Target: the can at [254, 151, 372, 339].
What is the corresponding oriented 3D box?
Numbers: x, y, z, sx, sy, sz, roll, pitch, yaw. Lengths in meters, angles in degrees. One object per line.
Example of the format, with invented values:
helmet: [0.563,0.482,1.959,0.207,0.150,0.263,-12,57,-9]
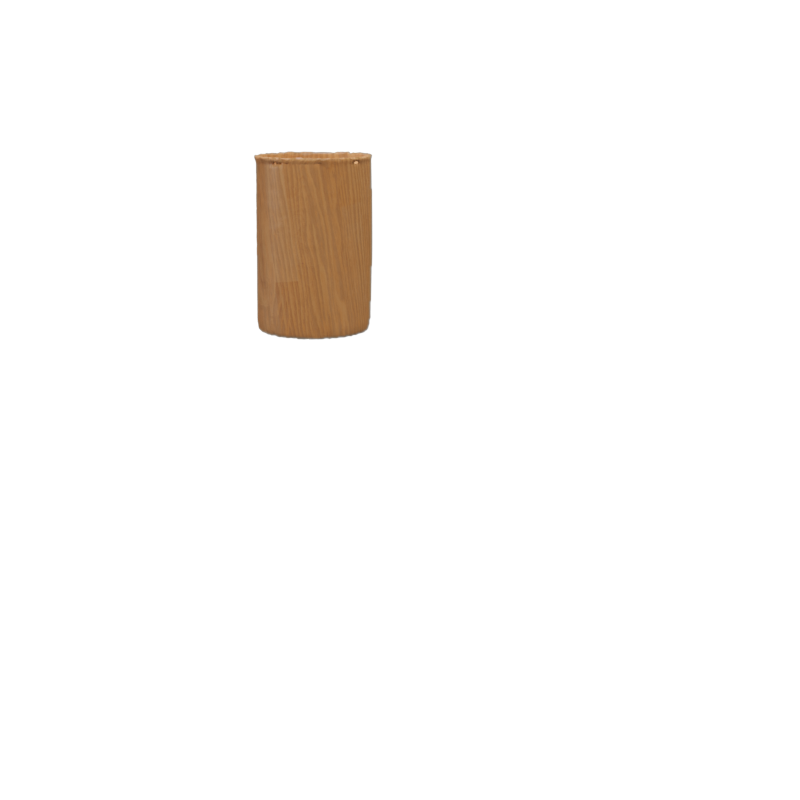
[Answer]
can: [-0.051,-0.092,0.645,0.068,0.100,0.070,0,11,-2]
